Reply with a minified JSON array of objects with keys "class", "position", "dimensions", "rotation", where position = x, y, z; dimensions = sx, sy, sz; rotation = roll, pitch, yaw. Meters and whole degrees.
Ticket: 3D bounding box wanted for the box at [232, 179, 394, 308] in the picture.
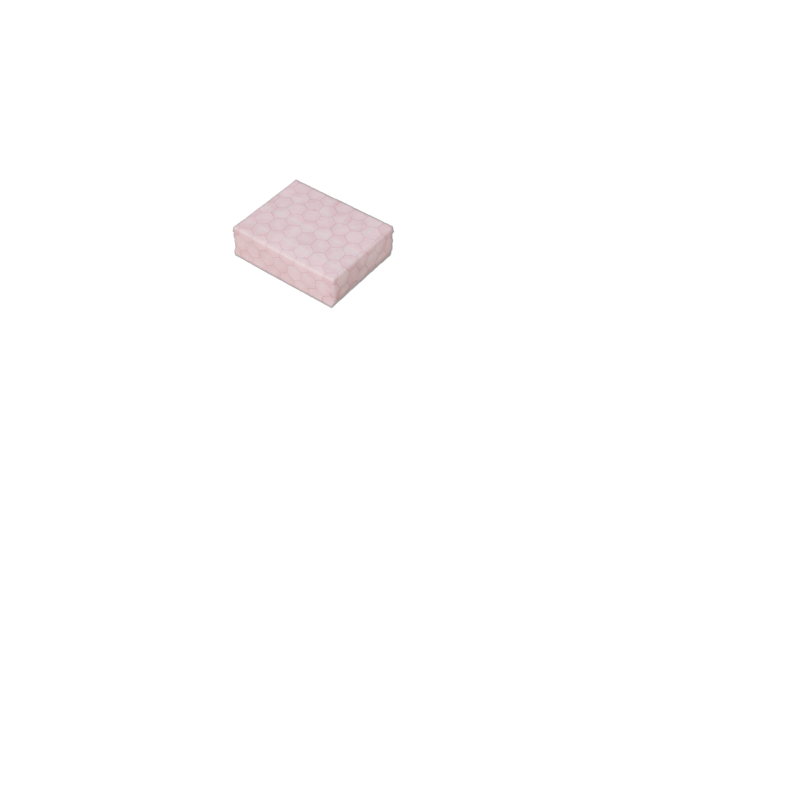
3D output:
[{"class":"box","position":[-0.076,-0.139,0.973],"dimensions":[0.120,0.036,0.091],"rotation":[27,49,25]}]
